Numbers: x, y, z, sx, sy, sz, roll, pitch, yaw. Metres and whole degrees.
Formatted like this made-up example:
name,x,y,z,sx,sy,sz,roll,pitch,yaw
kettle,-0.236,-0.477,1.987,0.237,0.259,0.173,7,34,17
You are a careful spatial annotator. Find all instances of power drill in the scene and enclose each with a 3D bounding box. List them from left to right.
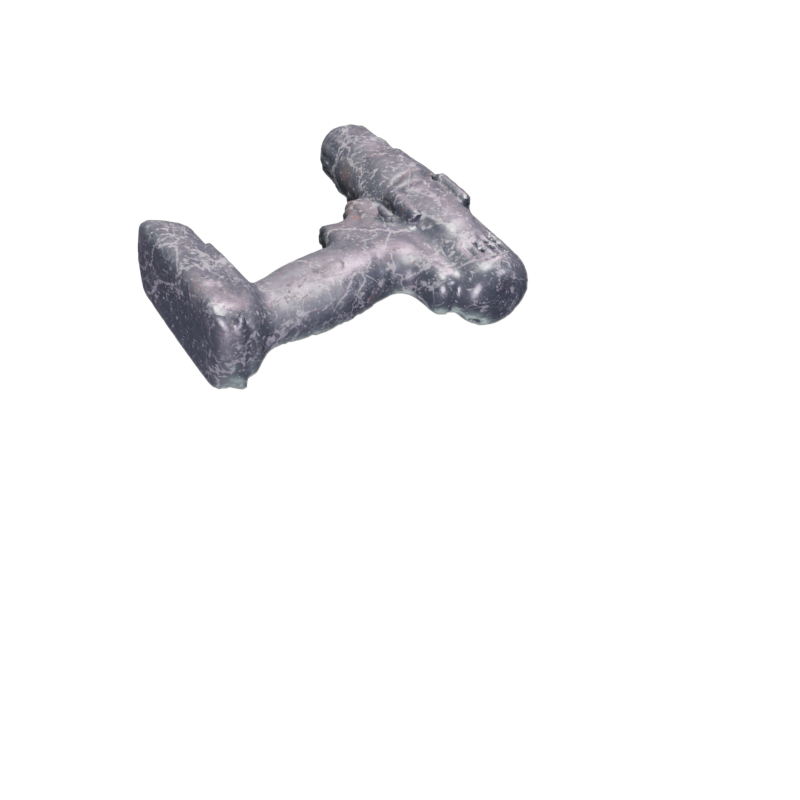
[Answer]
name,x,y,z,sx,sy,sz,roll,pitch,yaw
power drill,-0.049,-0.090,0.631,0.186,0.054,0.199,-21,45,-23
